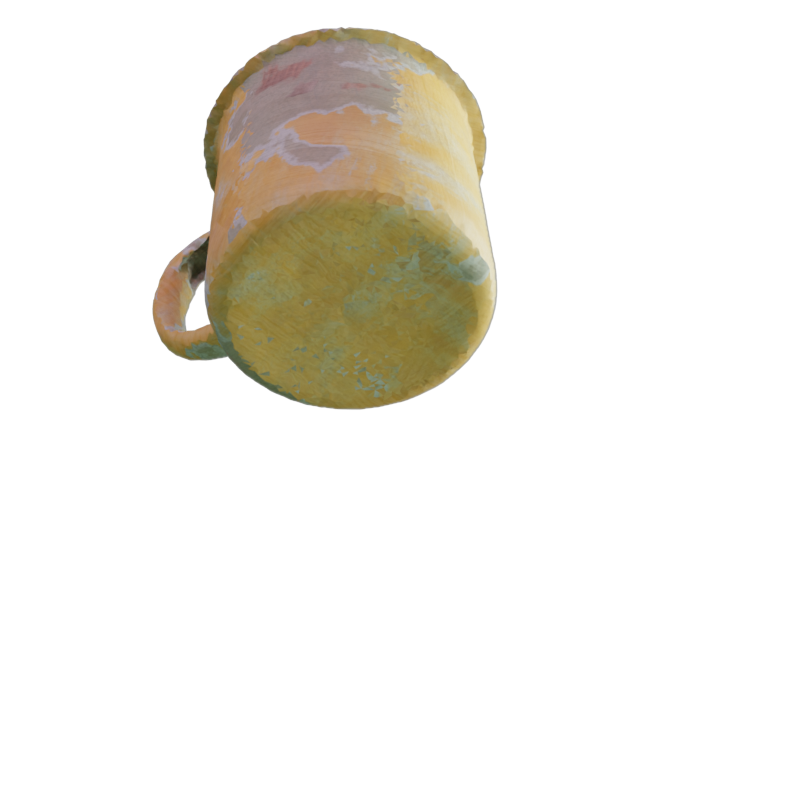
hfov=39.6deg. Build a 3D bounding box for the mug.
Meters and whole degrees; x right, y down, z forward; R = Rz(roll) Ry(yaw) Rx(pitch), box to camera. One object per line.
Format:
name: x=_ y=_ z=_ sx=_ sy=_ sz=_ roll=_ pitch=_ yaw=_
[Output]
mug: x=-0.026 y=-0.048 z=0.337 sx=0.117 sy=0.086 sz=0.087 roll=-23 pitch=38 yaw=17
